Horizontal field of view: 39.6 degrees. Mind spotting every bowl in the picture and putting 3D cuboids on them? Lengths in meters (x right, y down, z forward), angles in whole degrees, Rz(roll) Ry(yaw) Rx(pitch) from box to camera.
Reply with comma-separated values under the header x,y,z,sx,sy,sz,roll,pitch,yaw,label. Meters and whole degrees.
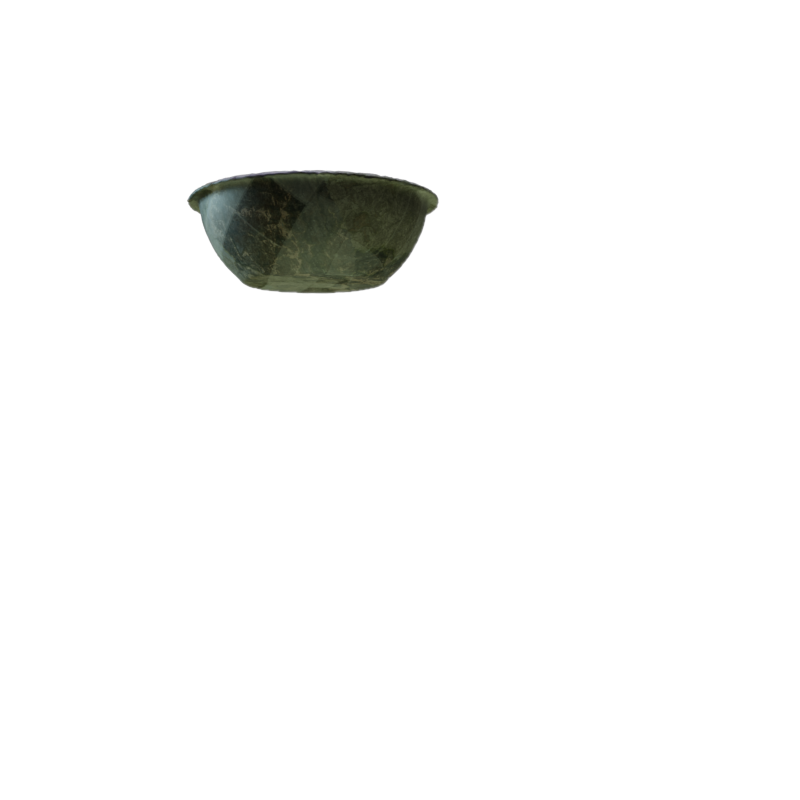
x,y,z,sx,sy,sz,roll,pitch,yaw,label
-0.056,-0.102,0.713,0.162,0.056,0.160,0,-4,-2,bowl
